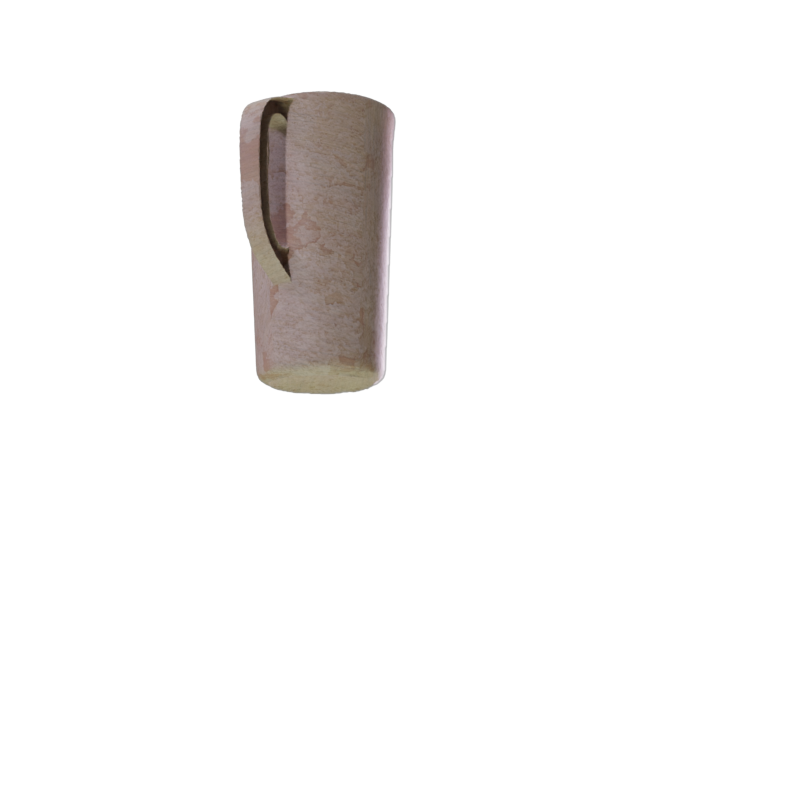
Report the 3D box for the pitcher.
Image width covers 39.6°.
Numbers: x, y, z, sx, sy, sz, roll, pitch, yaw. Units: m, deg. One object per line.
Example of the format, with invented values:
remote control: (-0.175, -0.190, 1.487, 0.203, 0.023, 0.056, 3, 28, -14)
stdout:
pitcher: (-0.074, -0.135, 0.944, 0.146, 0.253, 0.142, 3, -16, -15)
